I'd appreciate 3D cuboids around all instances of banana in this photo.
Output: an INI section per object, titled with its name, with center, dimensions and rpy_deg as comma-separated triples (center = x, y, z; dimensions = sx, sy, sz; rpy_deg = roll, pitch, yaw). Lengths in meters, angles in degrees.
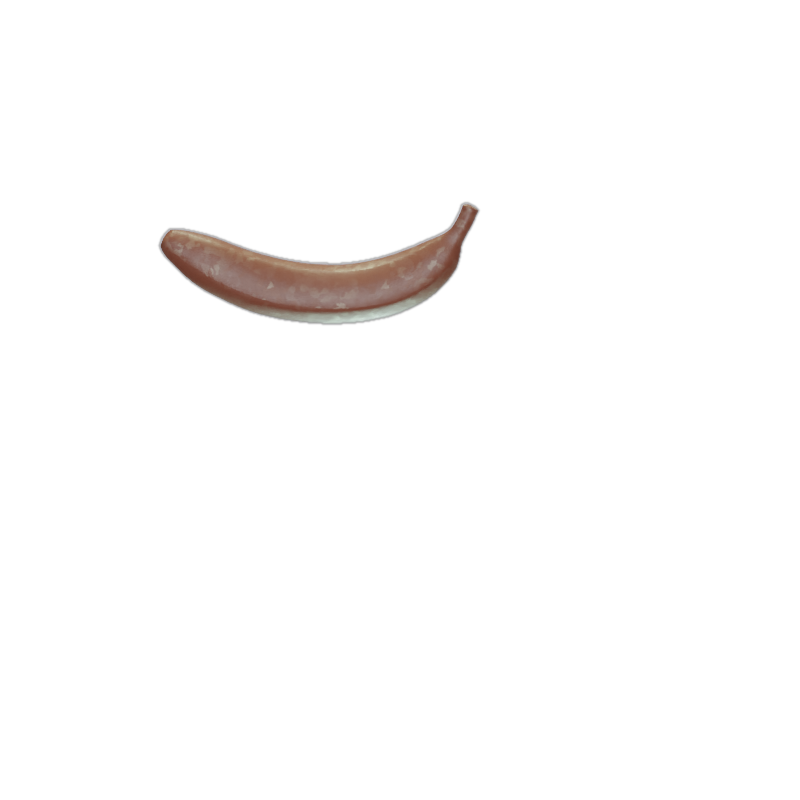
[banana]
center = -0.049, -0.081, 0.694
dimensions = 0.198, 0.069, 0.037
rpy_deg = -5, 5, 0
